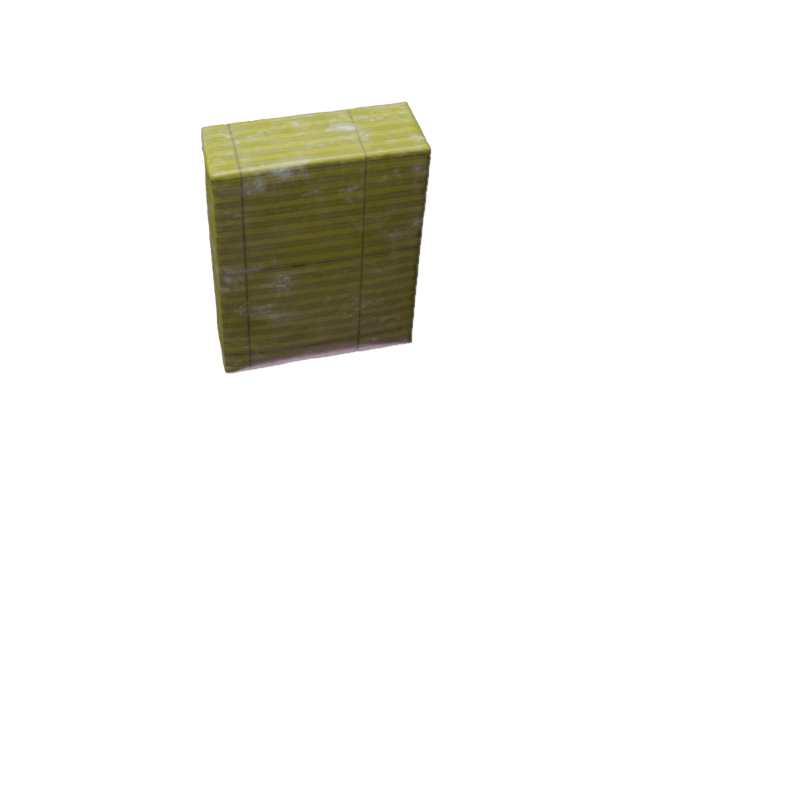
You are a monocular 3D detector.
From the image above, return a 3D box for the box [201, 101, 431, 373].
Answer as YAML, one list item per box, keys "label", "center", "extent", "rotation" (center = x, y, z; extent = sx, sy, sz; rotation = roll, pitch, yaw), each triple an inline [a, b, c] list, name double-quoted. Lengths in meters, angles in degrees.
- label: "box"
  center: [-0.069, -0.126, 0.883]
  extent: [0.162, 0.078, 0.199]
  rotation: [-9, -43, -11]
